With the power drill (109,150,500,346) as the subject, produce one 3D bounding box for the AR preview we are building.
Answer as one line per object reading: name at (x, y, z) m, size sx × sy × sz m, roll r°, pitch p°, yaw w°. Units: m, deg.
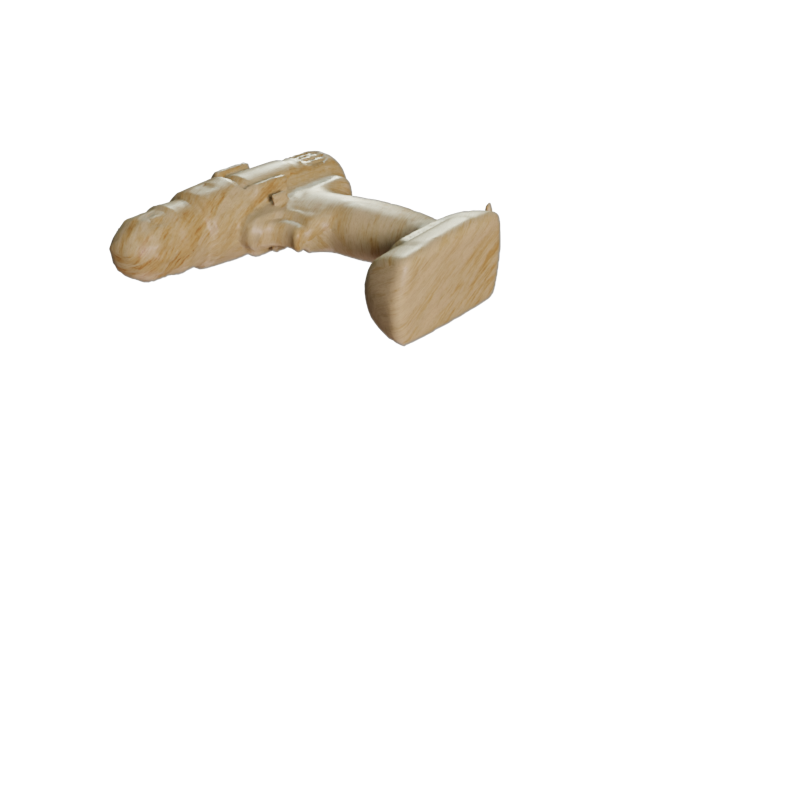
power drill at (-0.051, -0.094, 0.656) m, size 0.199 × 0.054 × 0.184 m, roll 24°, pitch 38°, yaw 33°
